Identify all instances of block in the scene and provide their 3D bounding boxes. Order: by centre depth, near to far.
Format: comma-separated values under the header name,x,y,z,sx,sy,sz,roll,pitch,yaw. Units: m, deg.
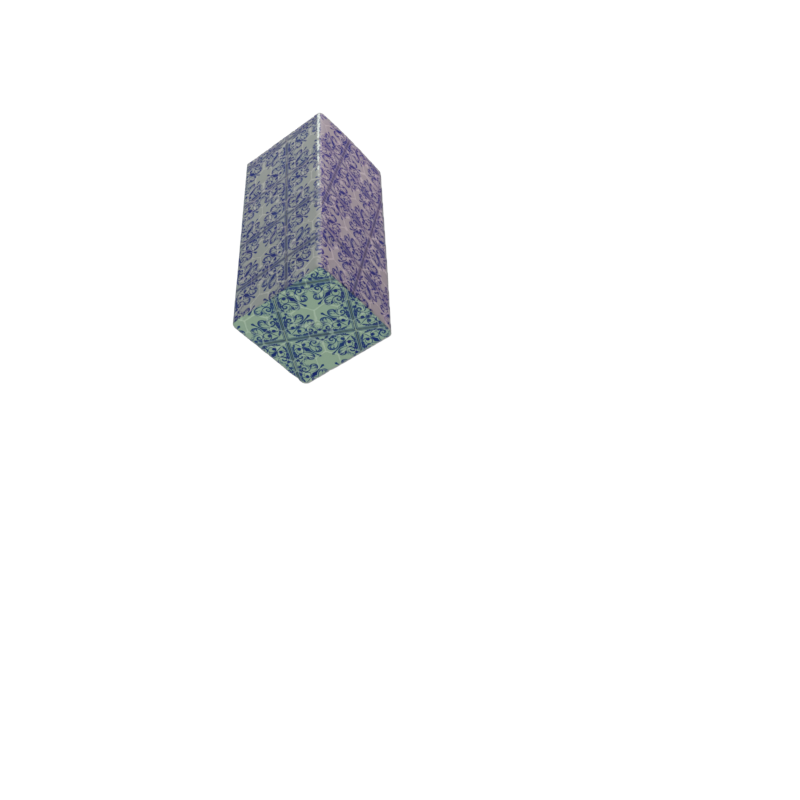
name,x,y,z,sx,sy,sz,roll,pitch,yaw
block,-0.071,-0.130,0.914,0.090,0.221,0.084,-31,-52,24
